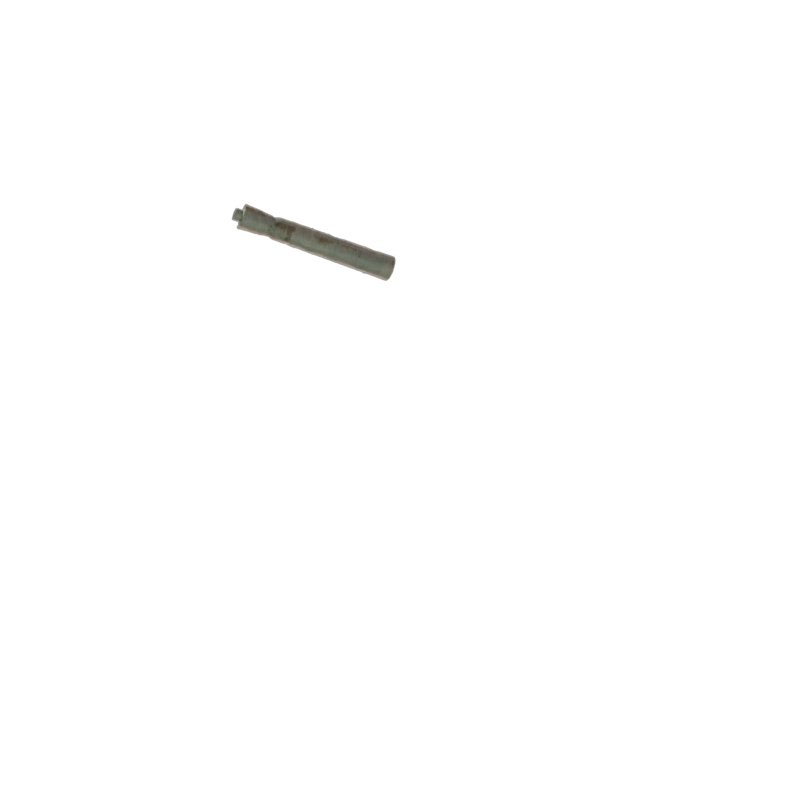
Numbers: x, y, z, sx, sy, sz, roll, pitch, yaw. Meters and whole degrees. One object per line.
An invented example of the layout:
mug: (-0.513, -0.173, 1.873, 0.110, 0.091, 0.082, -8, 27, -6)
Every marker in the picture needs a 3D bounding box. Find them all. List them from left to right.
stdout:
marker: (-0.062, -0.113, 0.790, 0.118, 0.020, 0.020, 18, 0, -11)
